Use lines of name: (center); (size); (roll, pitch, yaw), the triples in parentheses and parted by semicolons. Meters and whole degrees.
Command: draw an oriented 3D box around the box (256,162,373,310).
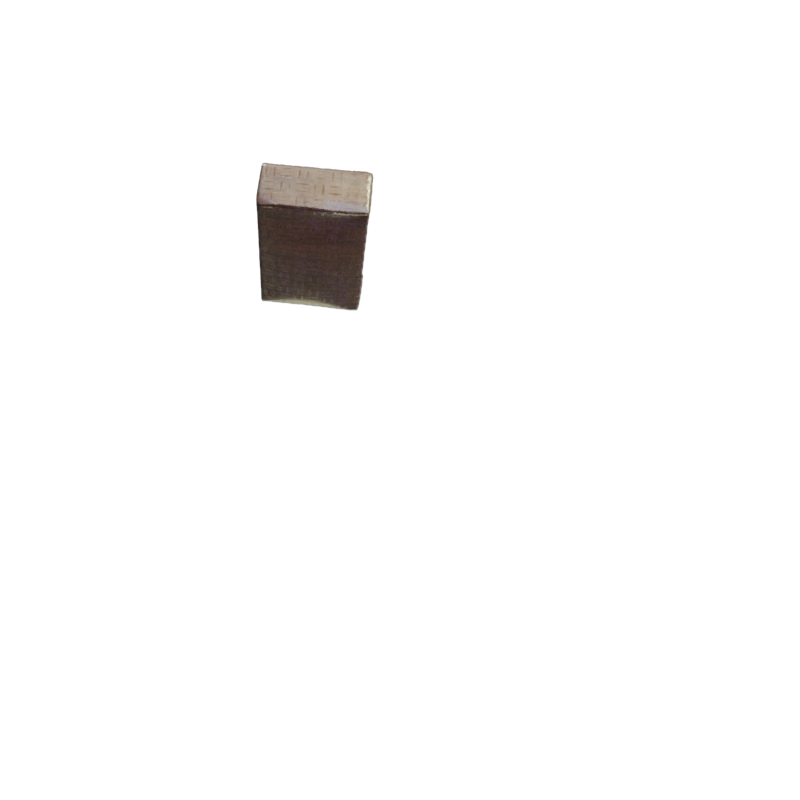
box: (-0.075, -0.136, 0.955); (0.093, 0.050, 0.167); (6, -21, -1)
